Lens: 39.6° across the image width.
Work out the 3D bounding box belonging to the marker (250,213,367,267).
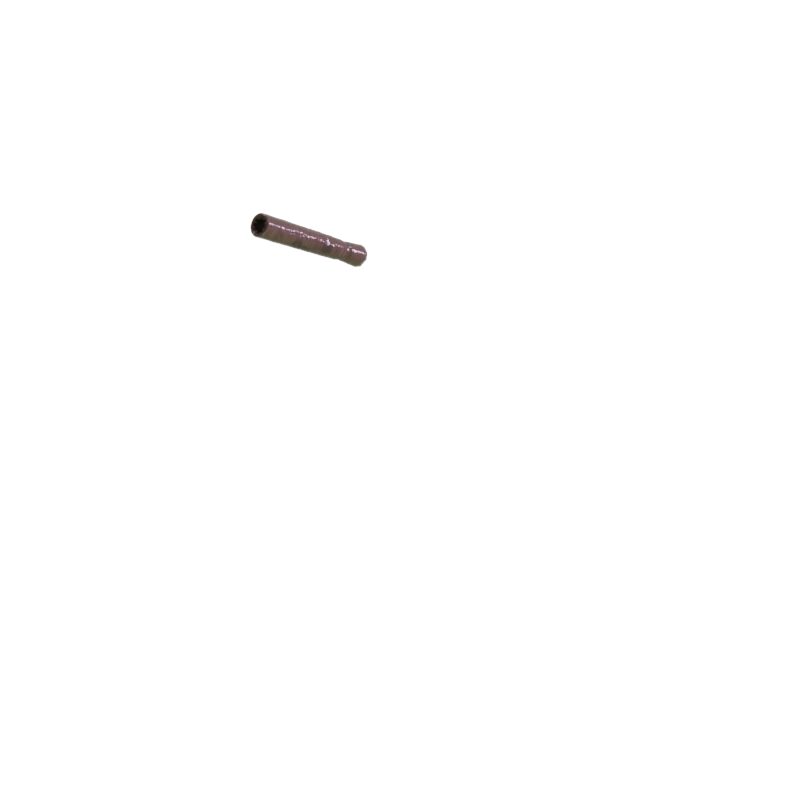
[{"bbox_3d":[-0.069,-0.126,0.880,0.021,0.020,0.114,4,-5,43],"label":"marker"}]
